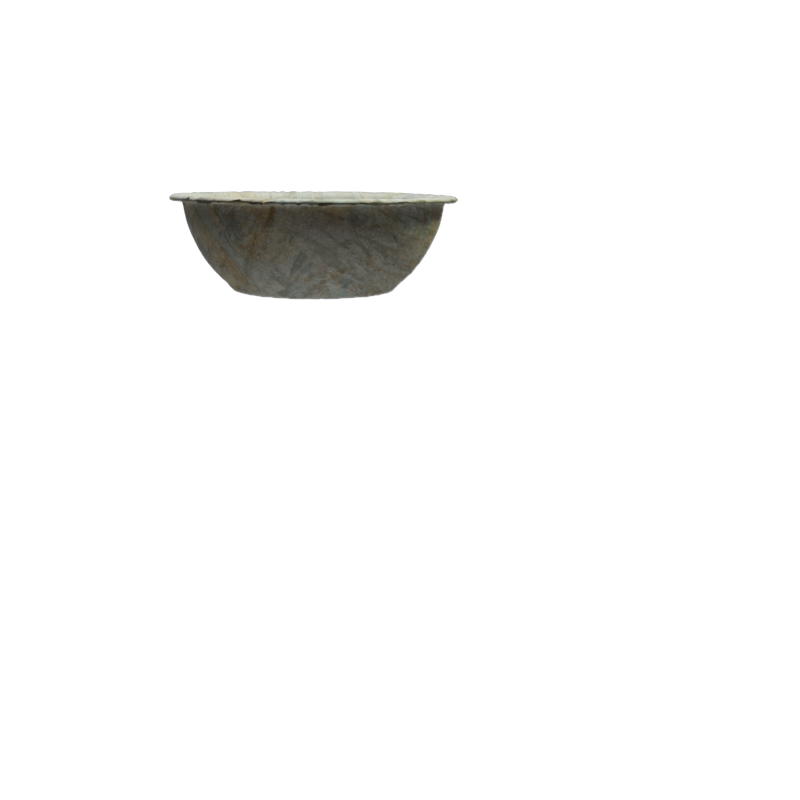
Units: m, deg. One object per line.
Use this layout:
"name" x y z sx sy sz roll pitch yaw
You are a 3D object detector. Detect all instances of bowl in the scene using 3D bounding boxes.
"bowl" -0.049 -0.090 0.628 0.162 0.054 0.166 0 11 -2
